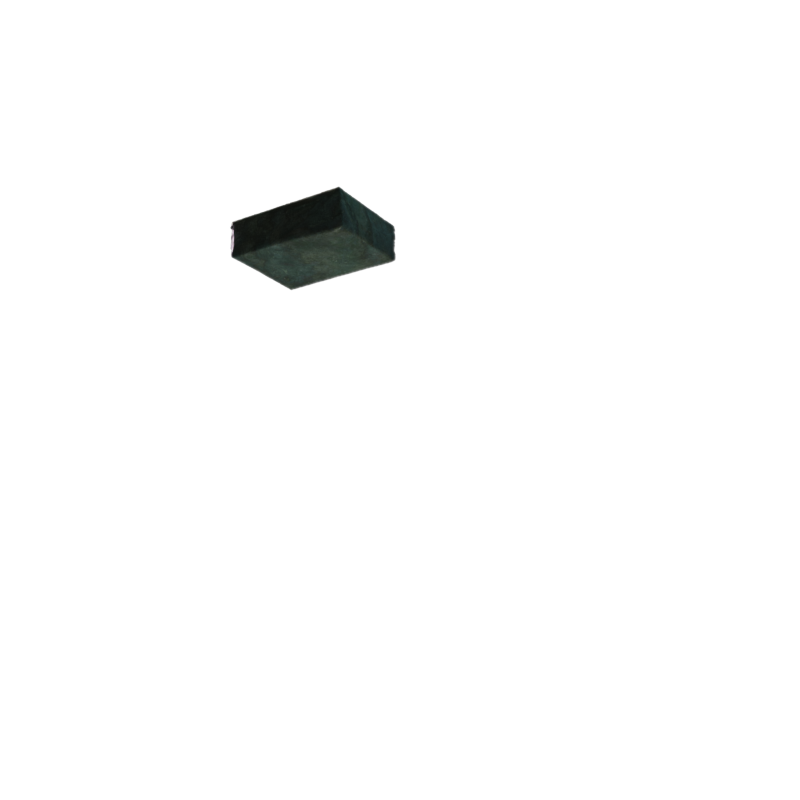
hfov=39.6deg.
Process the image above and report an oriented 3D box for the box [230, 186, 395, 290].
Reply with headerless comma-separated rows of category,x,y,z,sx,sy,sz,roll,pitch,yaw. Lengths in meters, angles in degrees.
box,-0.074,-0.134,0.939,0.116,0.041,0.084,-10,-20,30
